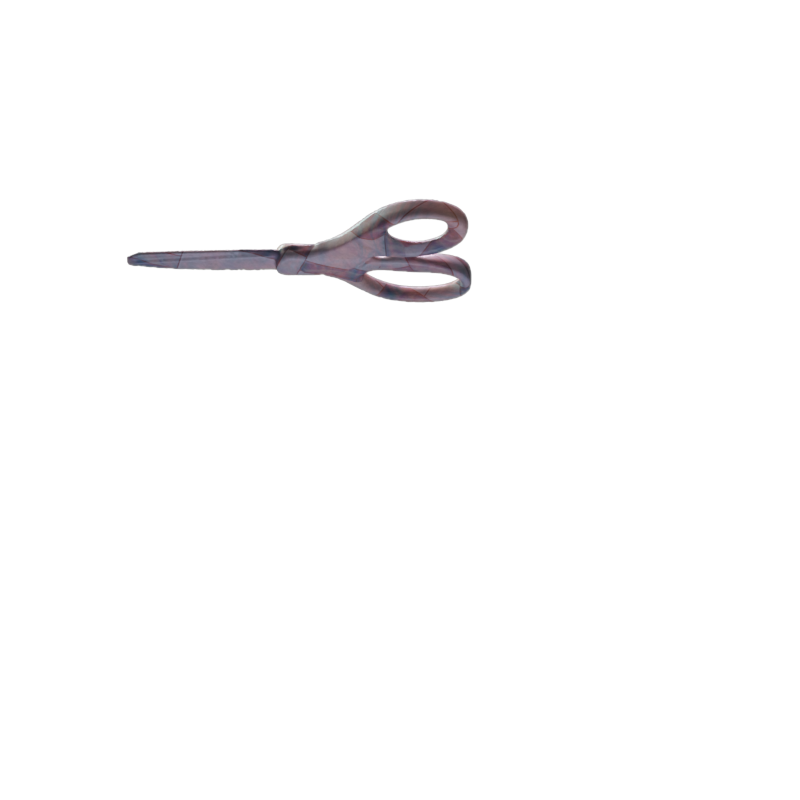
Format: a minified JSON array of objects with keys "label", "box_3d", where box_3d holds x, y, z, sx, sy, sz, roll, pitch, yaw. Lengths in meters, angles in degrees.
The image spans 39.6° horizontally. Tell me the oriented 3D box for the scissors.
[{"label":"scissors","box_3d":[-0.050,-0.090,0.634,0.198,0.017,0.092,8,-33,-13]}]
